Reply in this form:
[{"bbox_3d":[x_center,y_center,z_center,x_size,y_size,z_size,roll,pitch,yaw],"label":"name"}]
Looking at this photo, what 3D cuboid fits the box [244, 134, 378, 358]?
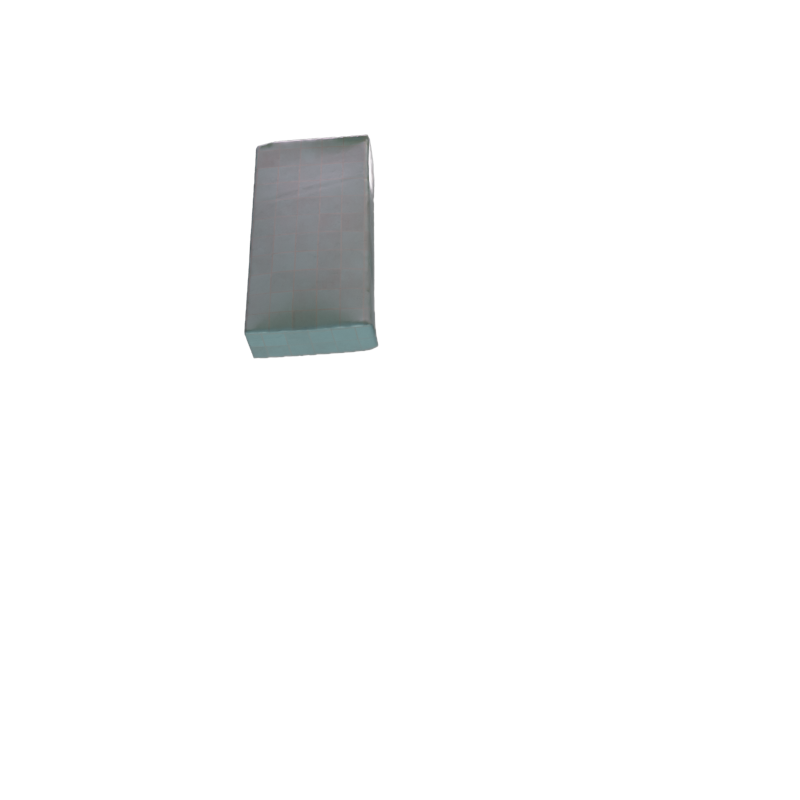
[{"bbox_3d":[-0.066,-0.120,0.837,0.094,0.188,0.045,-5,-31,5],"label":"box"}]
